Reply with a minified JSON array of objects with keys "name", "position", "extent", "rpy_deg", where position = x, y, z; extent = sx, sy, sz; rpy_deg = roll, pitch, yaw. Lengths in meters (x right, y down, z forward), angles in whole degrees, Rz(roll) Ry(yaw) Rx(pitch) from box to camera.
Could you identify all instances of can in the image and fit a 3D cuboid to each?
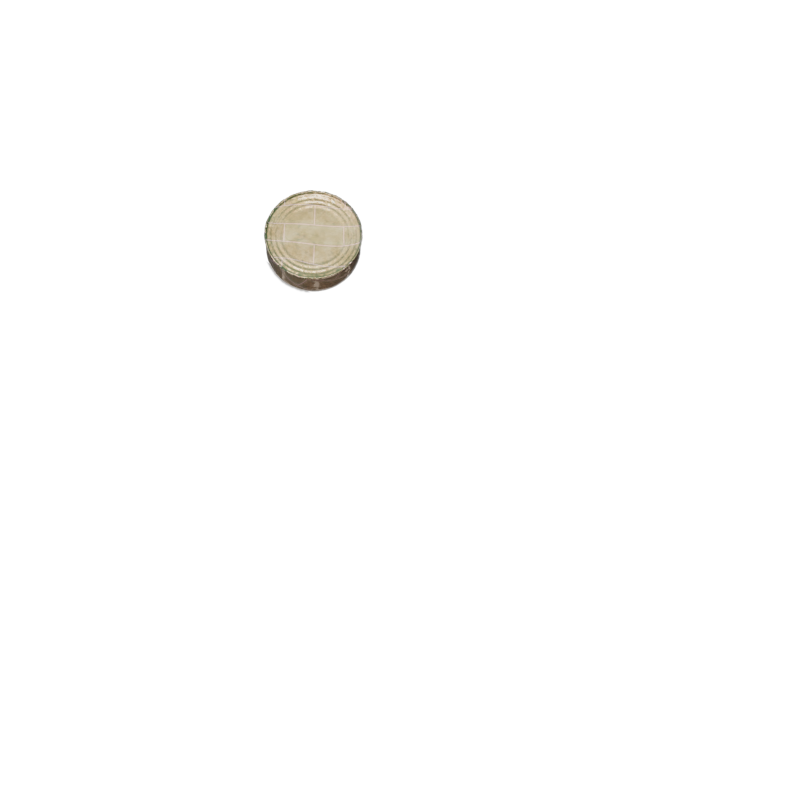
[{"name":"can","position":[-0.077,-0.140,0.980],"extent":[0.086,0.091,0.032],"rpy_deg":[-1,-24,-1]}]
